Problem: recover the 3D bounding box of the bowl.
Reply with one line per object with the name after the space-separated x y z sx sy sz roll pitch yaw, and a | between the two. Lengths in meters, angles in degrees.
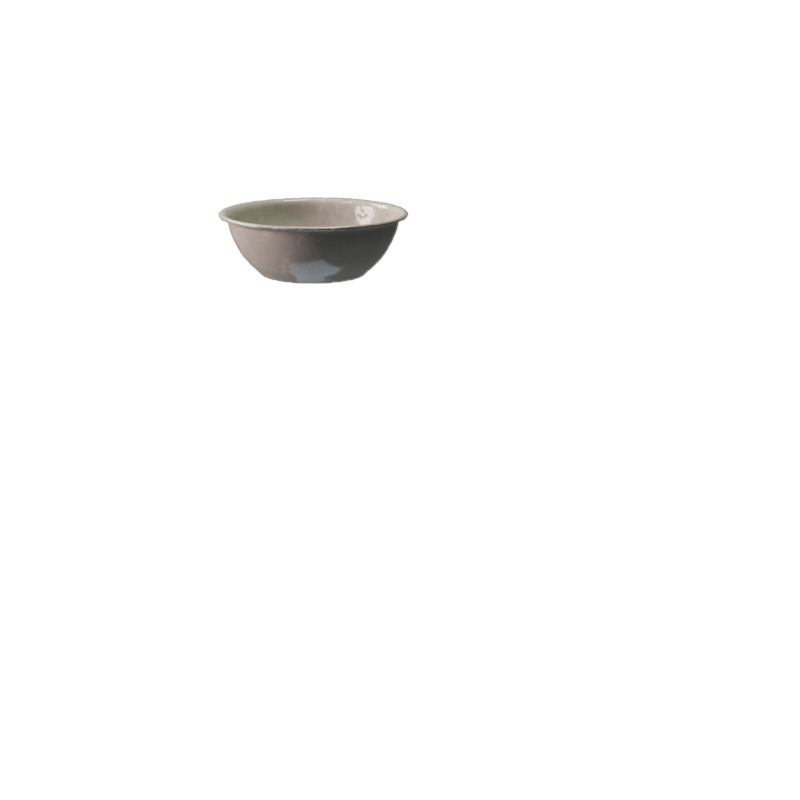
-0.074 -0.136 0.951 0.162 0.053 0.168 -1 17 -2 | bowl
